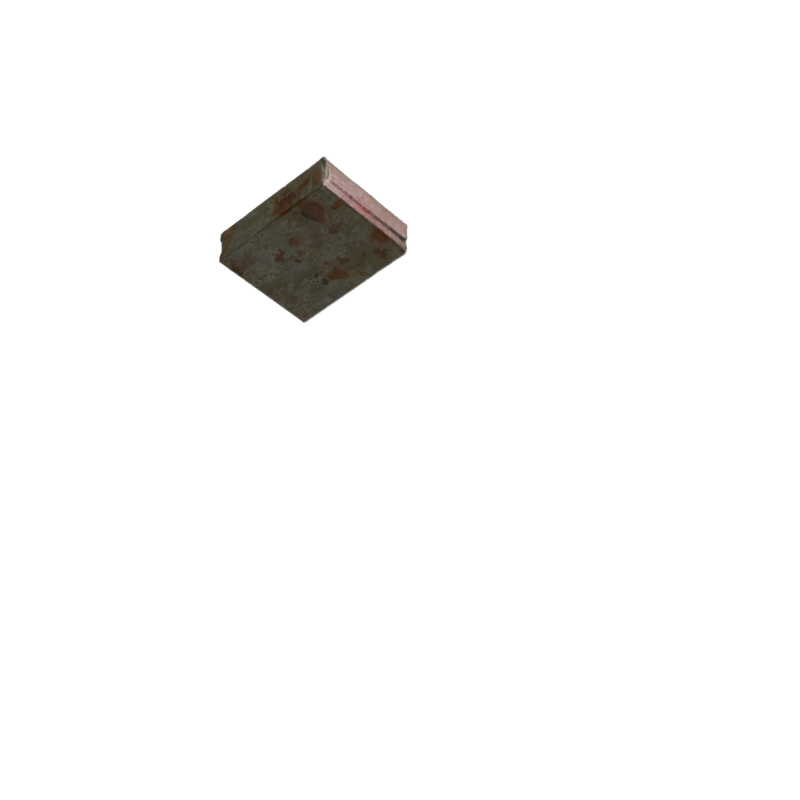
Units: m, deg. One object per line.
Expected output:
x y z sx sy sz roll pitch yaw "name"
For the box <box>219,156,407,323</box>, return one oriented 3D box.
-0.051 -0.094 0.659 0.089 0.032 0.068 -33 -53 29 "box"
